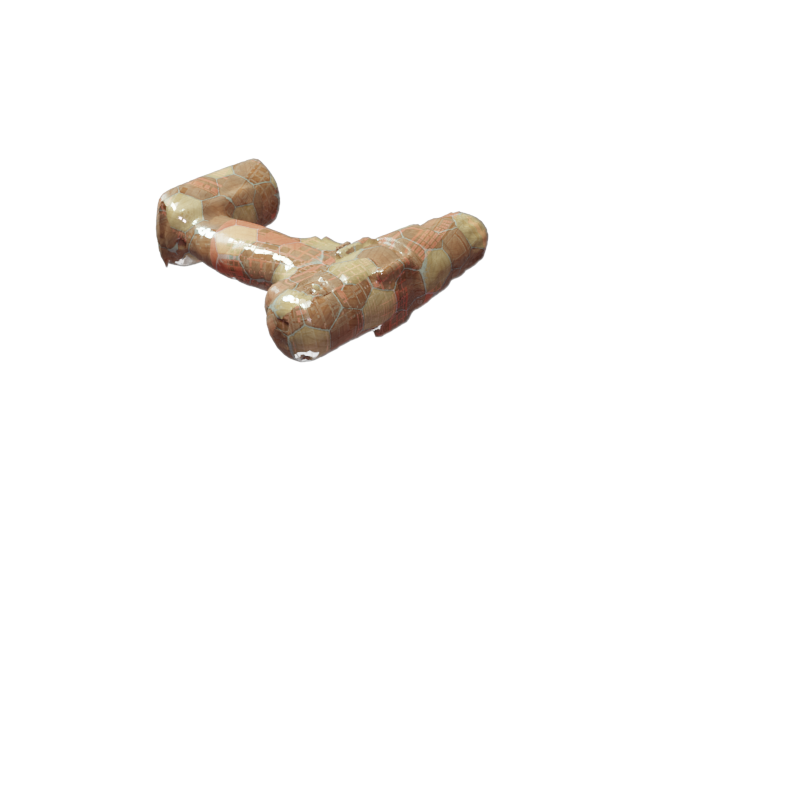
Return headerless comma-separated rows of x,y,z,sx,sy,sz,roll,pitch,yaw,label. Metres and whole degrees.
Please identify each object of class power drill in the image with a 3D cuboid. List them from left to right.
-0.059,-0.107,0.747,0.200,0.054,0.184,27,41,35,power drill
